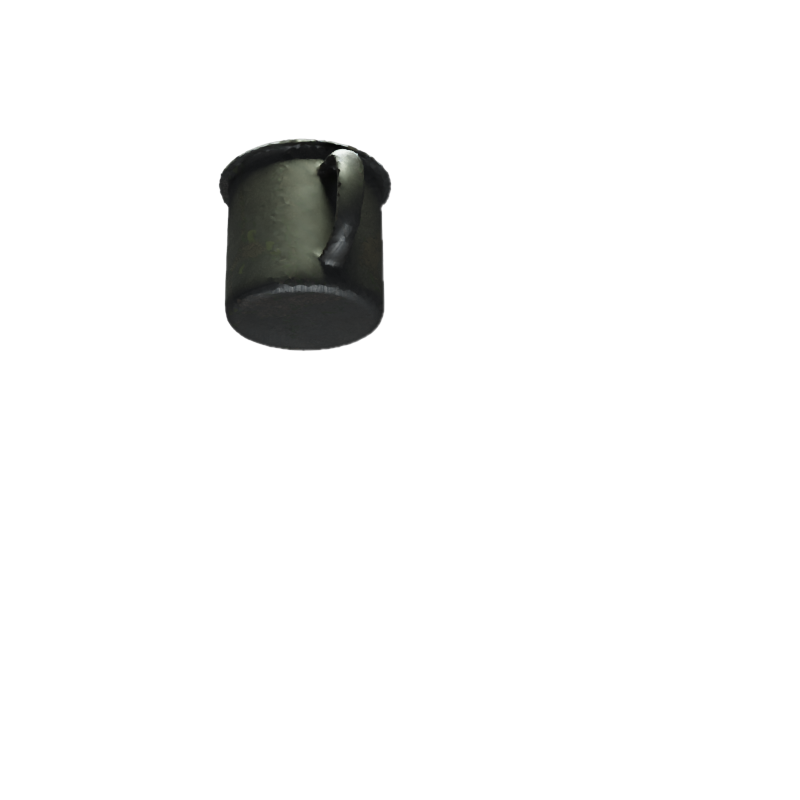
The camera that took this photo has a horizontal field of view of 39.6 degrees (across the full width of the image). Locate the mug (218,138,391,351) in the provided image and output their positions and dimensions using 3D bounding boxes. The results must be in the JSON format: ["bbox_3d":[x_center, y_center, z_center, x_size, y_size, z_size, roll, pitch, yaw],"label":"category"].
[{"bbox_3d":[-0.045,-0.081,0.570,0.090,0.086,0.114,10,-27,-23],"label":"mug"}]
